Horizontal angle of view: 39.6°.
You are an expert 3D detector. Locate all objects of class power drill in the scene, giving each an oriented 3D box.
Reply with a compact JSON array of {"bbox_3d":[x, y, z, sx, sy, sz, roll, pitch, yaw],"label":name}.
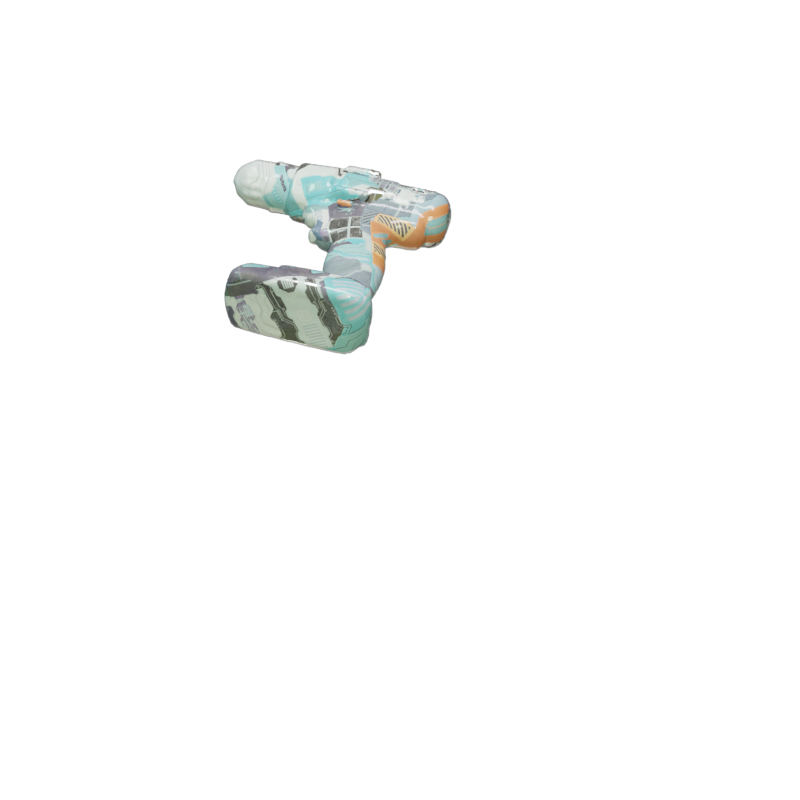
[{"bbox_3d":[-0.067,-0.123,0.858,0.189,0.054,0.196,11,41,13],"label":"power drill"}]
